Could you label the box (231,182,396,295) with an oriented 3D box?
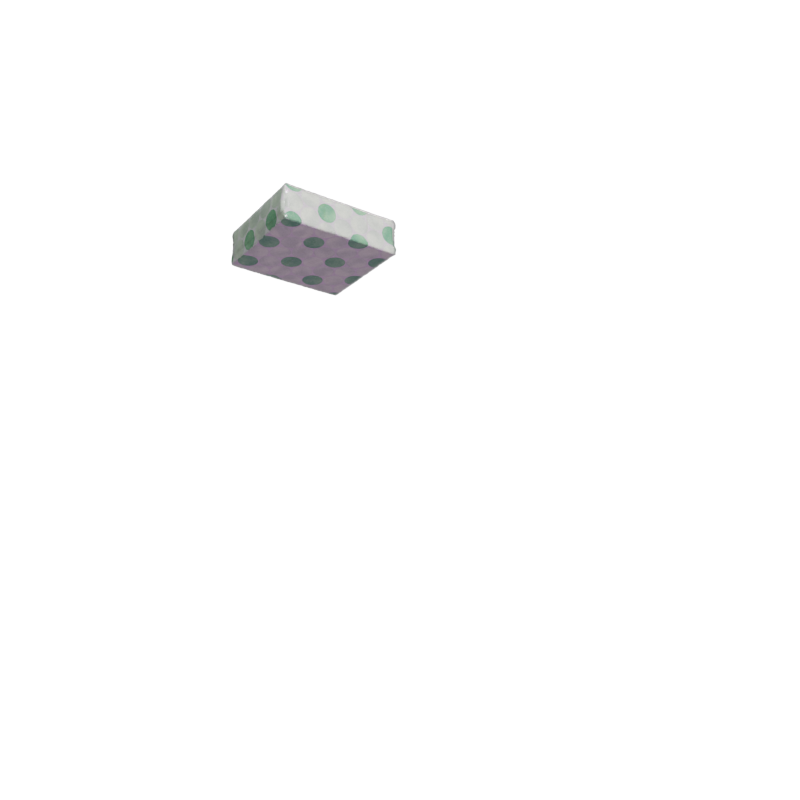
[{"bbox_3d":[-0.059,-0.107,0.752,0.085,0.032,0.072,15,-29,-30],"label":"box"}]
